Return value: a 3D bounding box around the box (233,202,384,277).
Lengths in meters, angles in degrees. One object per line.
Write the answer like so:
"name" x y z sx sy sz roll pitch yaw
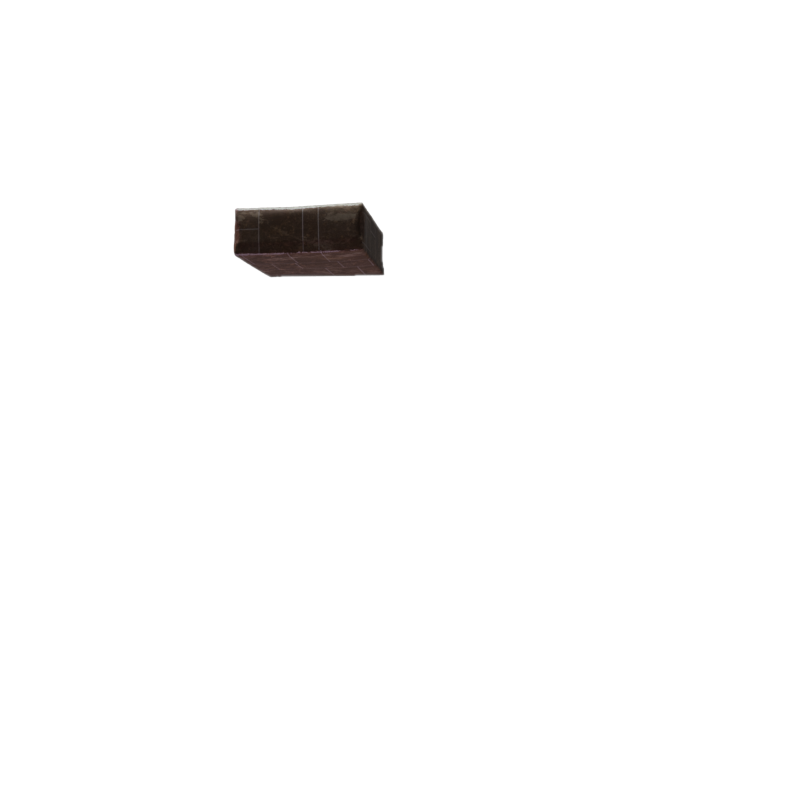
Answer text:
"box" -0.051 -0.092 0.648 0.074 0.031 0.087 -1 -3 9
